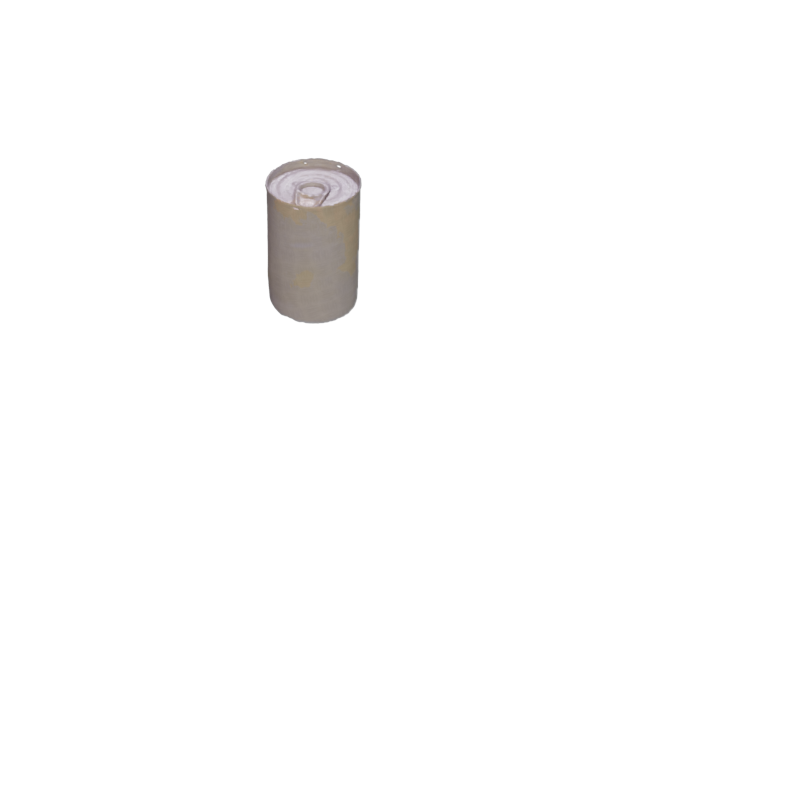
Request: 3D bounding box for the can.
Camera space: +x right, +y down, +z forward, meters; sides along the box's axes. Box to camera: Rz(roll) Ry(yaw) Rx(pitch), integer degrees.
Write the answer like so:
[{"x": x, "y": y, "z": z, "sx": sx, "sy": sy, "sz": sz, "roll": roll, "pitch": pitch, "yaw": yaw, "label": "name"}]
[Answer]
[{"x": -0.063, "y": -0.115, "z": 0.807, "sx": 0.068, "sy": 0.096, "sz": 0.073, "roll": 0, "pitch": 37, "yaw": -3, "label": "can"}]
